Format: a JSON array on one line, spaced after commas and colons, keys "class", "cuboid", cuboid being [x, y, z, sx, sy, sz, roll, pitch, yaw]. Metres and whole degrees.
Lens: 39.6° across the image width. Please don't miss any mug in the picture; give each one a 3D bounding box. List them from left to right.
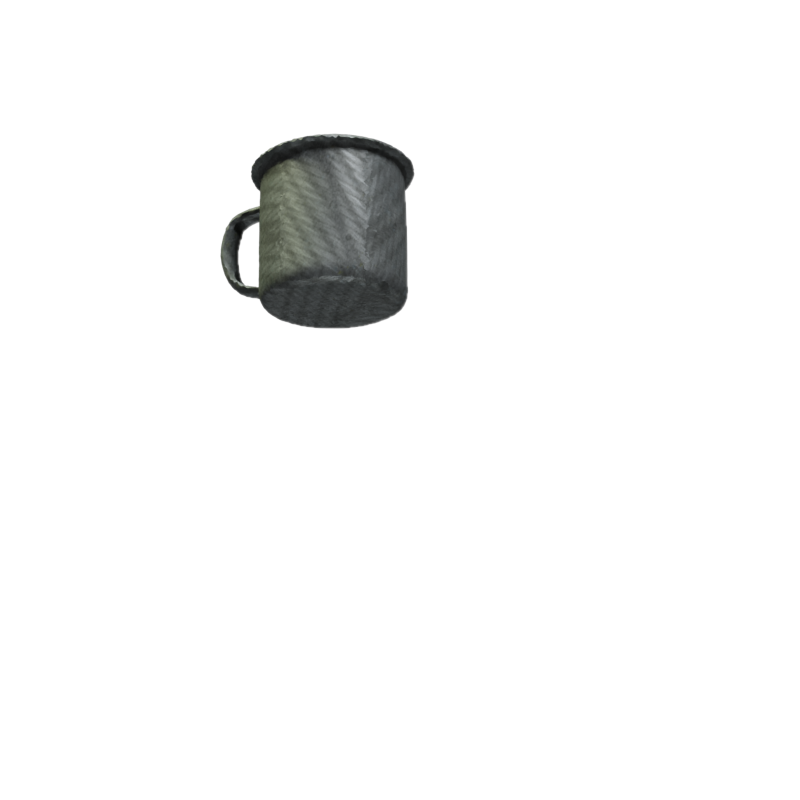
[{"class": "mug", "cuboid": [-0.049, -0.088, 0.620, 0.119, 0.086, 0.087, -8, -21, 21]}]
